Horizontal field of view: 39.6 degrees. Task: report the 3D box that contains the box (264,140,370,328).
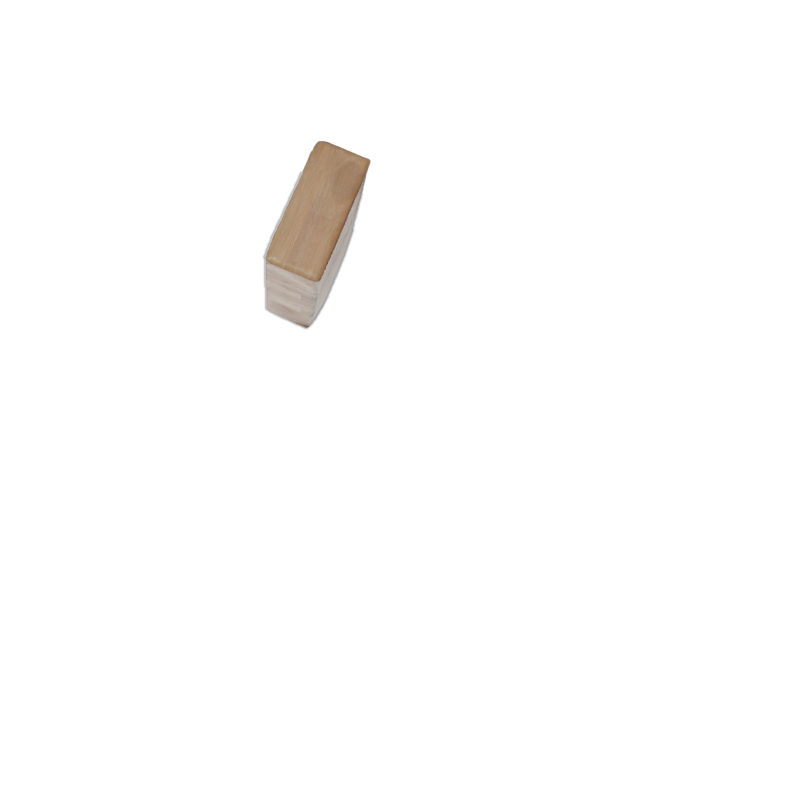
[{"bbox_3d":[-0.063,-0.115,0.804,0.048,0.095,0.171,22,-10,-1],"label":"box"}]
